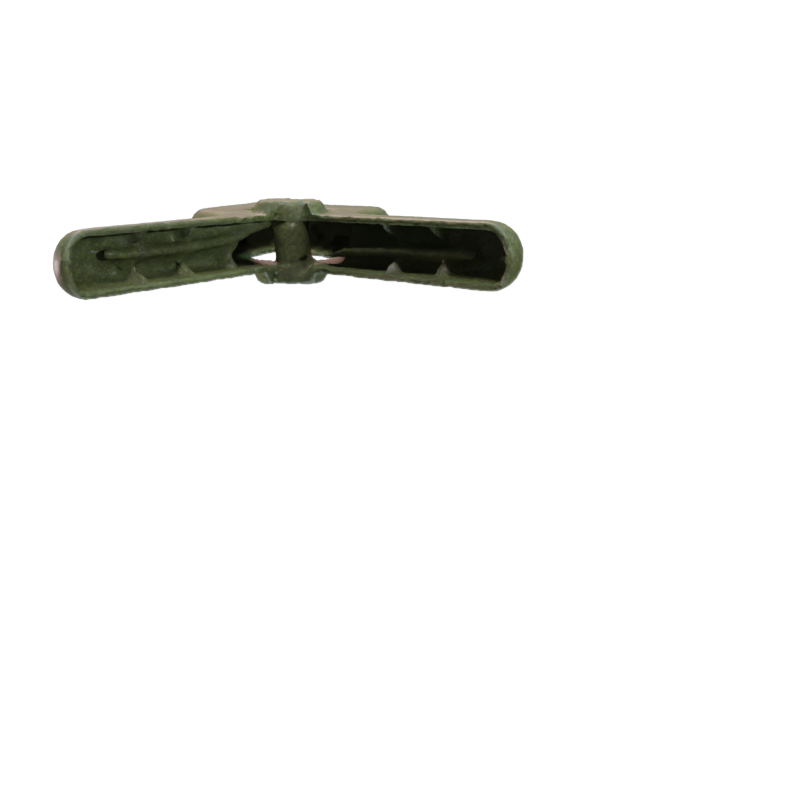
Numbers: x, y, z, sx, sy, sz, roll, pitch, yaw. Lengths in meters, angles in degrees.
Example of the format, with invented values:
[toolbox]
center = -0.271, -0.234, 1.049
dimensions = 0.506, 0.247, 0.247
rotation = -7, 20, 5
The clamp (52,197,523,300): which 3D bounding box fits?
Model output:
[clamp]
center = -0.037, -0.068, 0.474
dimensions = 0.165, 0.036, 0.213
rotation = 1, 12, 3
